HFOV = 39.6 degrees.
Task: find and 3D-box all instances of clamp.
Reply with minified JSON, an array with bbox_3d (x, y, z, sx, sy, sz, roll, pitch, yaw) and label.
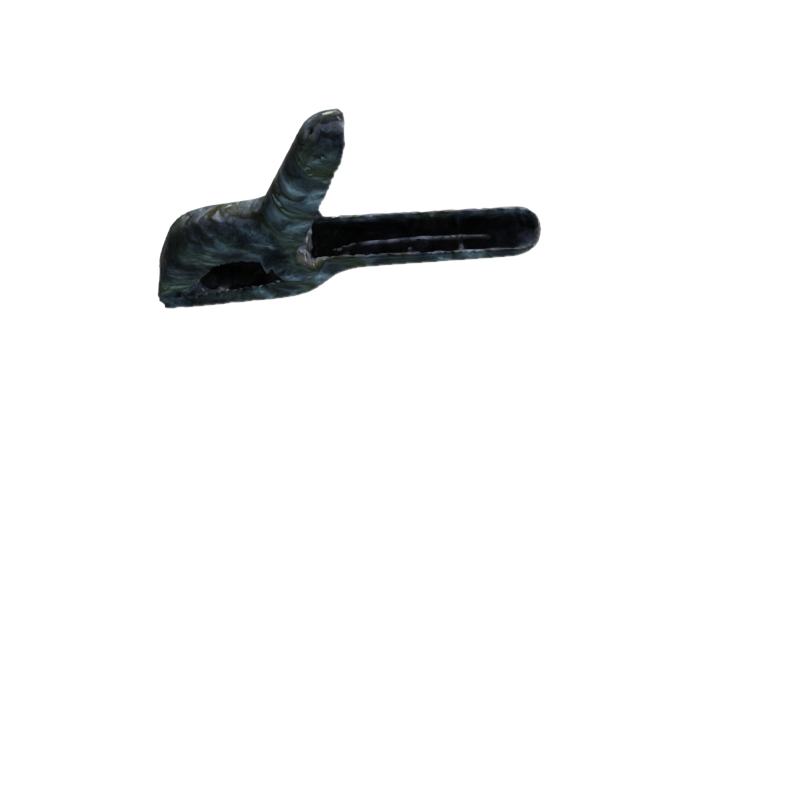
[{"bbox_3d":[-0.045,-0.082,0.576,0.155,0.038,0.213,14,-21,-41],"label":"clamp"}]
